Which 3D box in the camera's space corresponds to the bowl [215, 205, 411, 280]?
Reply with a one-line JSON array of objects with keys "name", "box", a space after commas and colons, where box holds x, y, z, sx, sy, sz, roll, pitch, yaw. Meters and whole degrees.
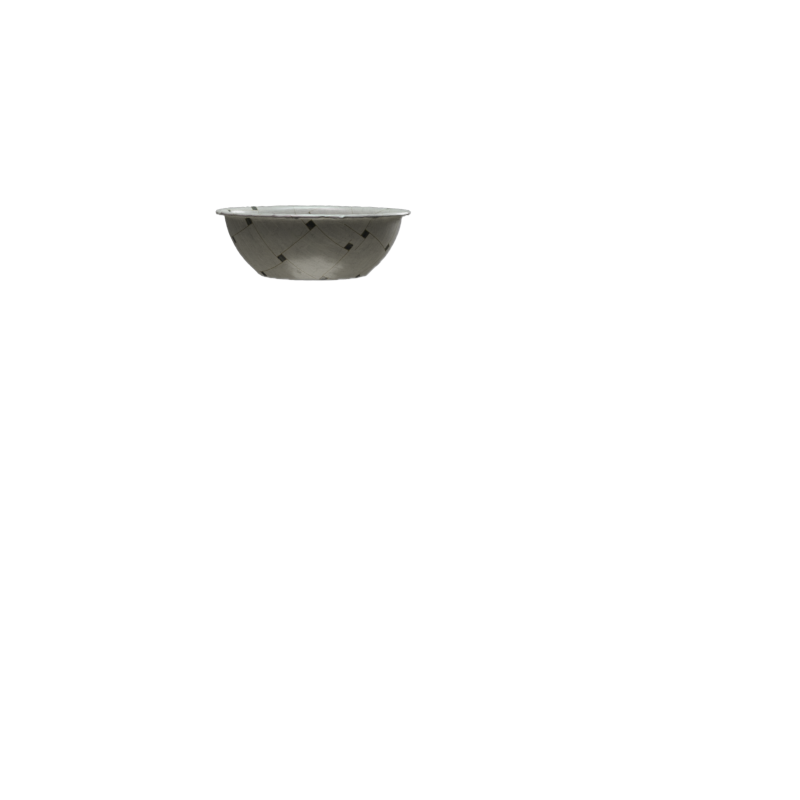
[{"name": "bowl", "box": [-0.072, -0.131, 0.920, 0.162, 0.054, 0.166, 0, 12, -2]}]
